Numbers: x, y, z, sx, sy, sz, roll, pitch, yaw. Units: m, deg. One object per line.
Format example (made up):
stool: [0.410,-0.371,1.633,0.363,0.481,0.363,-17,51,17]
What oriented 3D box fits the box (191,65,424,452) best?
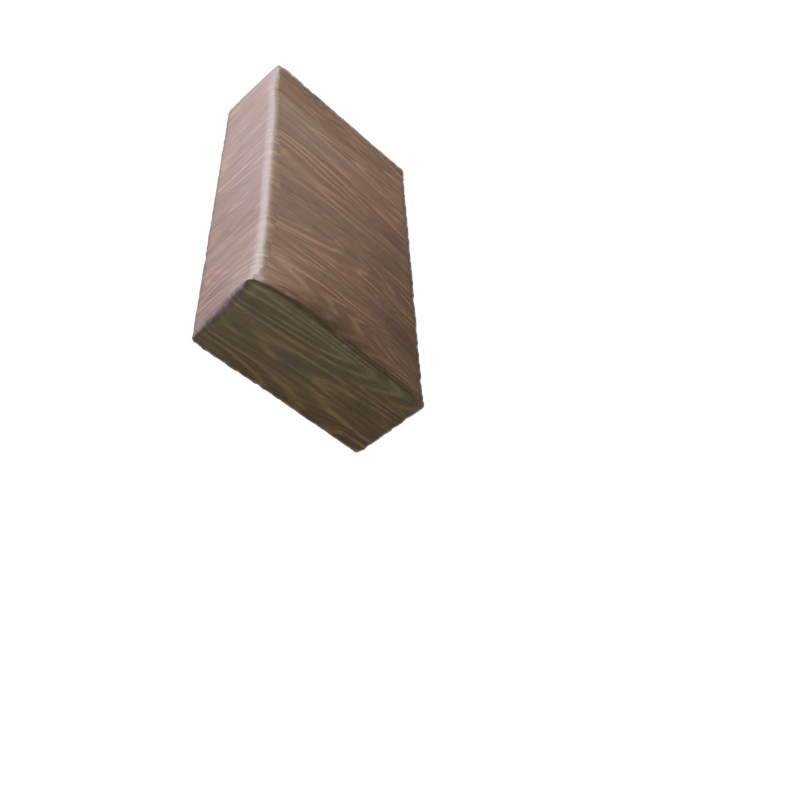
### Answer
box: [-0.039,-0.071,0.501,0.088,0.189,0.047,36,-62,-27]
